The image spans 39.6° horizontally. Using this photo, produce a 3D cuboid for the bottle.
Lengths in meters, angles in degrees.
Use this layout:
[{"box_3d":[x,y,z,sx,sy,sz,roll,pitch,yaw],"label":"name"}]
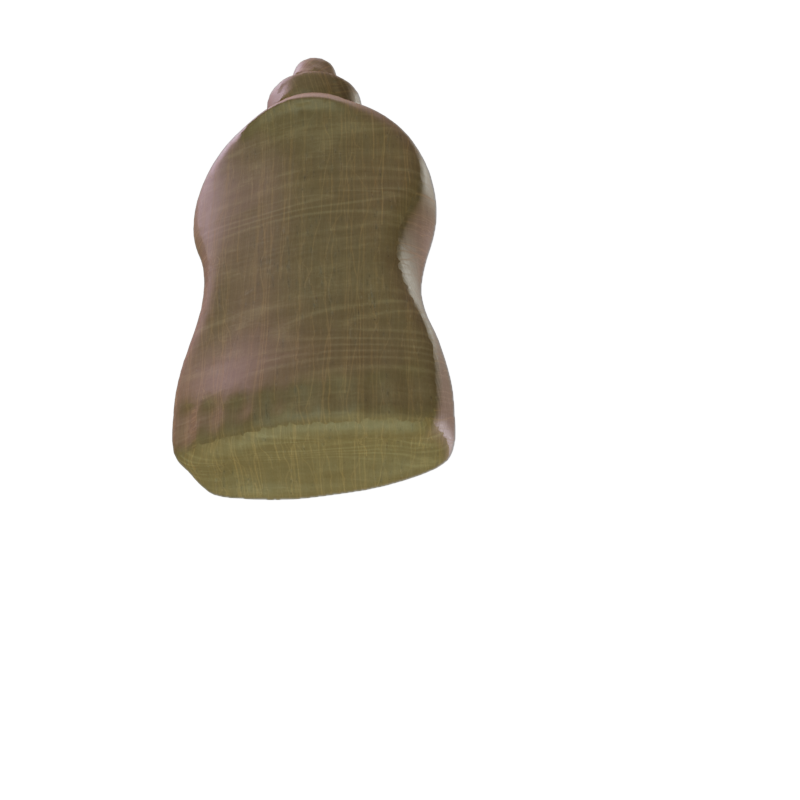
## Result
[{"box_3d":[-0.034,-0.061,0.432,0.097,0.205,0.054,-12,-35,14],"label":"bottle"}]
